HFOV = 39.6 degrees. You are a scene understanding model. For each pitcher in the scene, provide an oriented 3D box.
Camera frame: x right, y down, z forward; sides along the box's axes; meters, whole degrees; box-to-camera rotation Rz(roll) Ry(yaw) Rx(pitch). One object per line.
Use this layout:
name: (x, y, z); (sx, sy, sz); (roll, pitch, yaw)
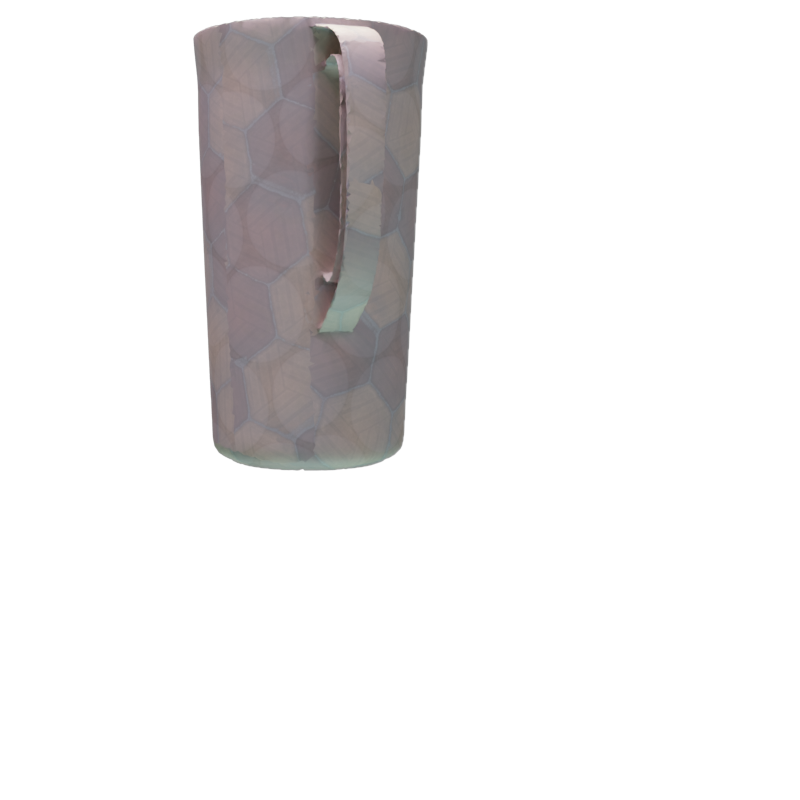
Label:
pitcher: (-0.048, -0.088, 0.618); (0.149, 0.244, 0.144); (0, 1, 26)
